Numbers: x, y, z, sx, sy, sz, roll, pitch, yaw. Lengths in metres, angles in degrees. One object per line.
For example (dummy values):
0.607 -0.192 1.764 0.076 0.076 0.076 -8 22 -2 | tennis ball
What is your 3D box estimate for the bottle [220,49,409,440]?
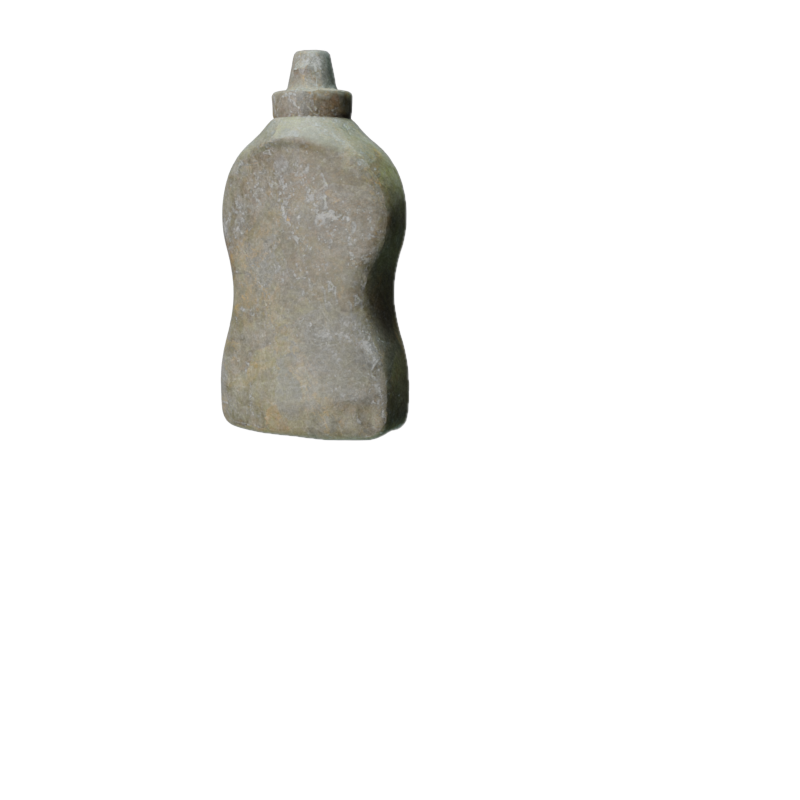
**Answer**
-0.044 -0.080 0.563 0.099 0.190 0.057 2 3 28 | bottle
